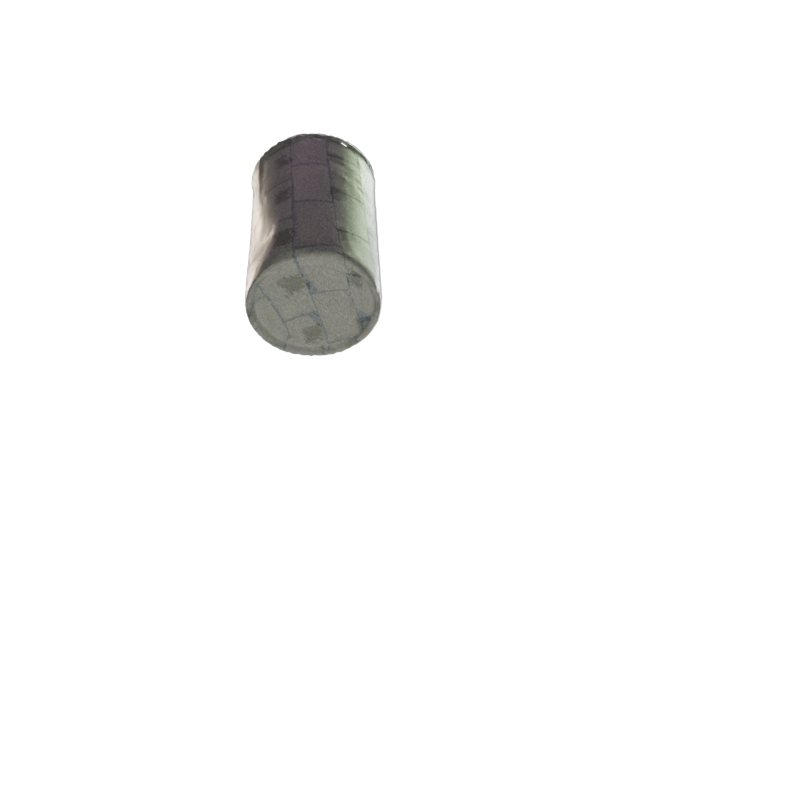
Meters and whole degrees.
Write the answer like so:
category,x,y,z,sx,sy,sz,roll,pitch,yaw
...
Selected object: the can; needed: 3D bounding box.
category,x,y,z,sx,sy,sz,roll,pitch,yaw
can,-0.045,-0.081,0.570,0.068,0.064,0.110,-1,43,-3
